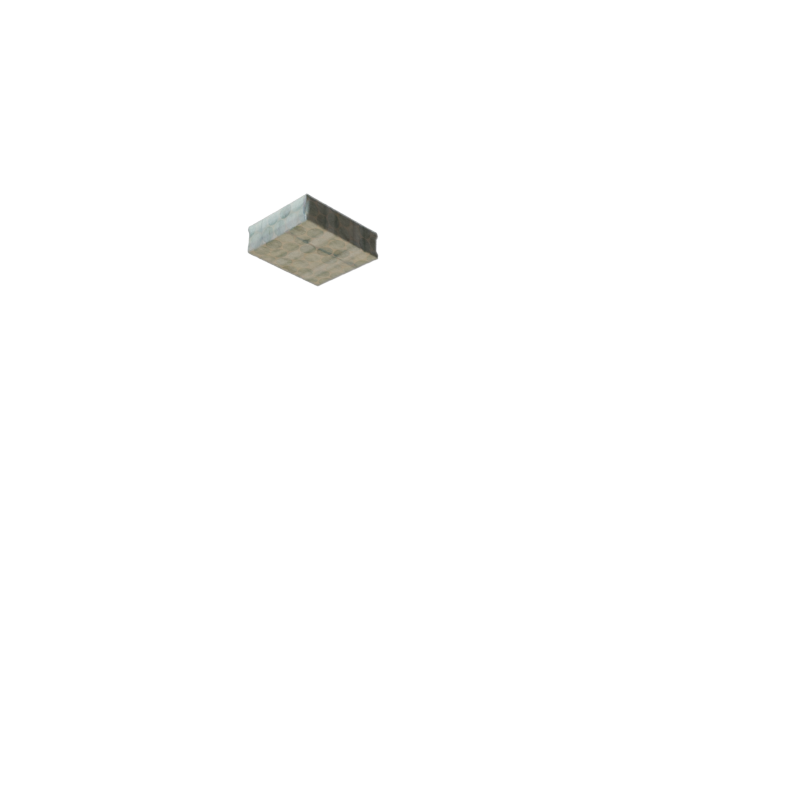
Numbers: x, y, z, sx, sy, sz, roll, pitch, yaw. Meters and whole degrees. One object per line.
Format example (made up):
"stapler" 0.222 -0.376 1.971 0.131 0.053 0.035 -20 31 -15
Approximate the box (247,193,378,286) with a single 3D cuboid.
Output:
"box" -0.074 -0.135 0.949 0.073 0.032 0.084 -23 -33 39
